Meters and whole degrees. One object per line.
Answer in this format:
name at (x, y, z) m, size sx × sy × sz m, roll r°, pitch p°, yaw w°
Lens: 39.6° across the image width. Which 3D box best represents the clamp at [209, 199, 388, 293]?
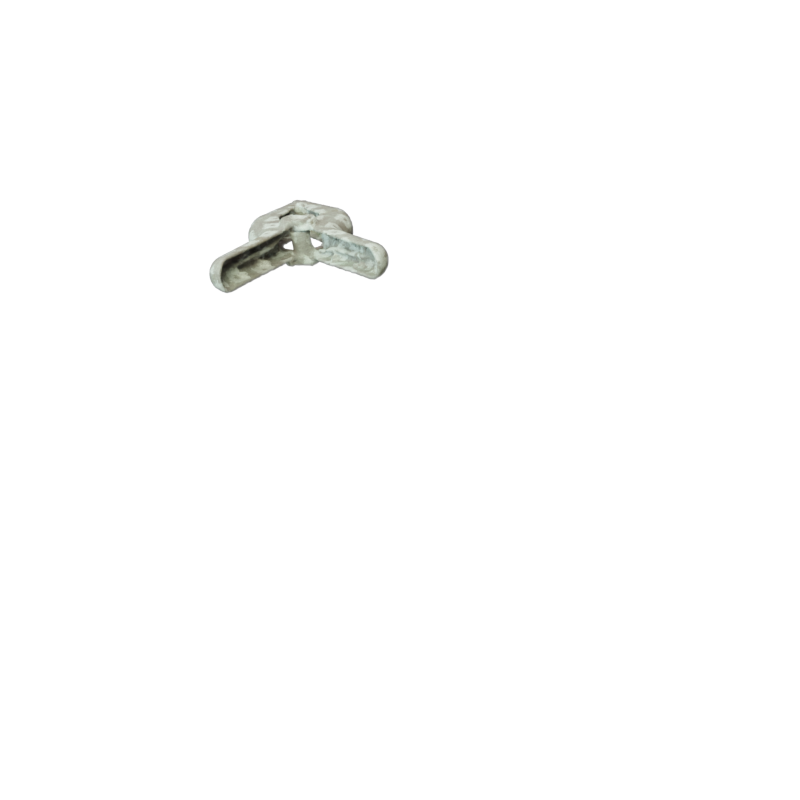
clamp at (-0.064, -0.116, 0.811) m, size 0.121 × 0.037 × 0.178 m, roll 3°, pitch 25°, yaw 5°
